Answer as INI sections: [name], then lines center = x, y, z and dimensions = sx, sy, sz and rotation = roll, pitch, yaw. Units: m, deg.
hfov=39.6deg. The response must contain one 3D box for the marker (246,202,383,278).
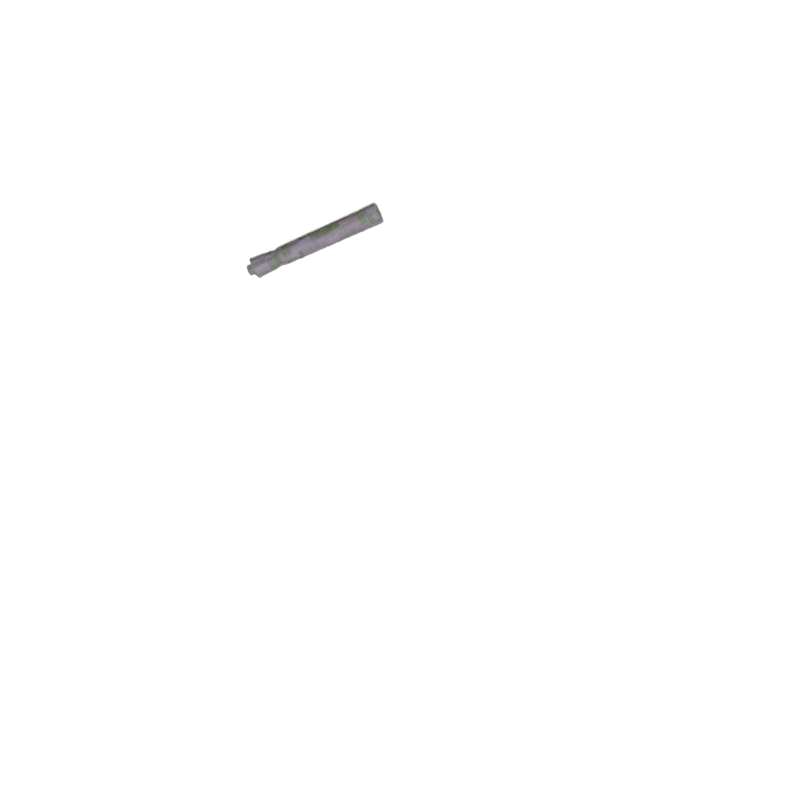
[marker]
center = -0.072, -0.132, 0.924
dimensions = 0.121, 0.020, 0.020
rotation = -23, 0, 10
